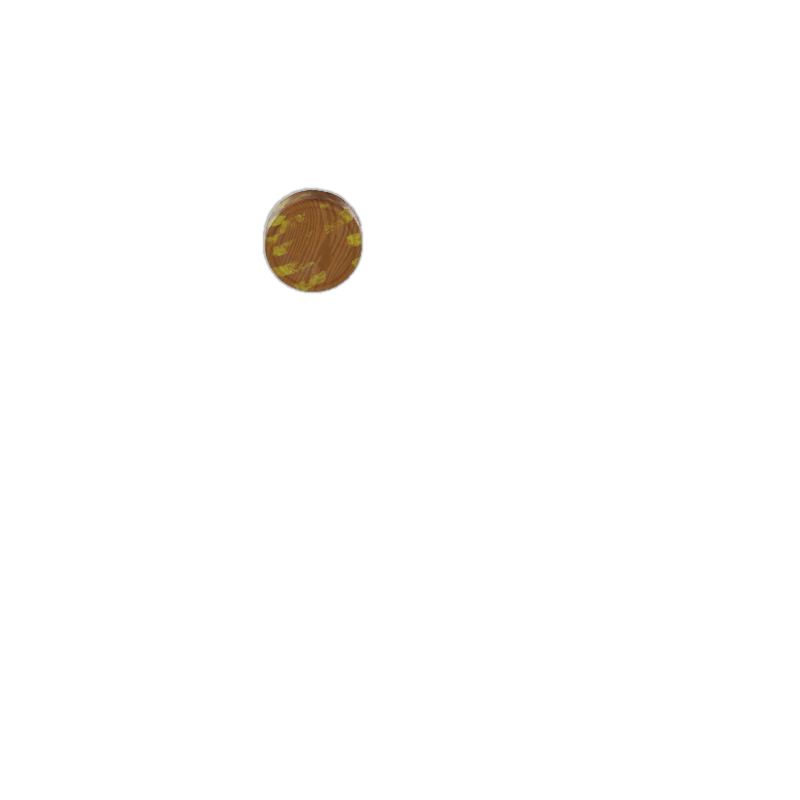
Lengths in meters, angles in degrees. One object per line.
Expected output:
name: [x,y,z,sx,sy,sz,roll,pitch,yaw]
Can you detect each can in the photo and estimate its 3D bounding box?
can: [-0.075,-0.137,0.959,0.086,0.082,0.035,0,19,-1]
